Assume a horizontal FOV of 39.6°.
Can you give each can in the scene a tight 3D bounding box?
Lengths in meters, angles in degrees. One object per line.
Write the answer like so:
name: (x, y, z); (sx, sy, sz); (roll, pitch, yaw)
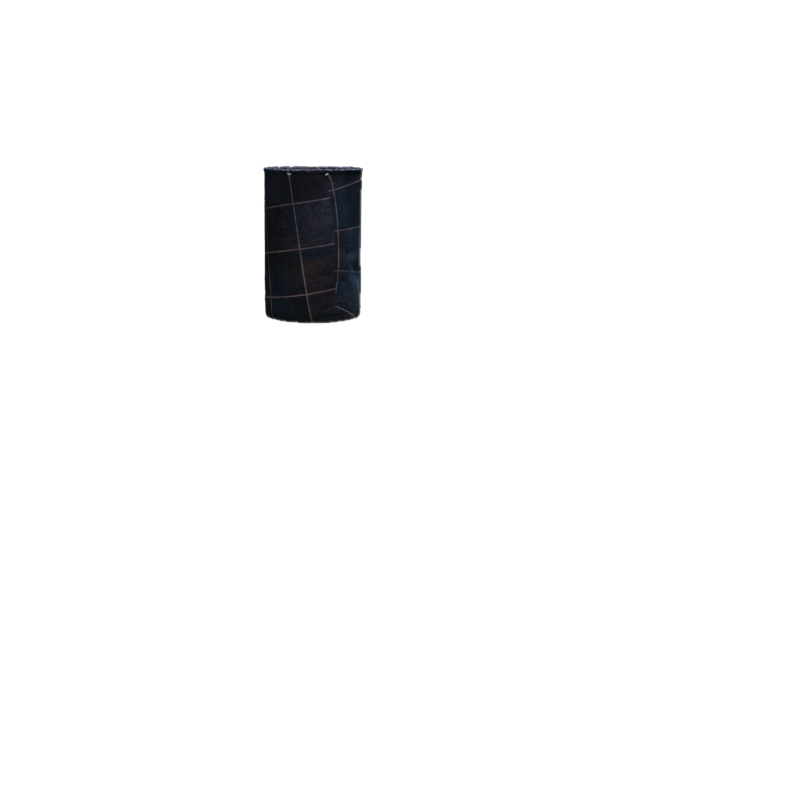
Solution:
can: (-0.059, -0.108, 0.757); (0.068, 0.100, 0.070); (0, 9, -2)
